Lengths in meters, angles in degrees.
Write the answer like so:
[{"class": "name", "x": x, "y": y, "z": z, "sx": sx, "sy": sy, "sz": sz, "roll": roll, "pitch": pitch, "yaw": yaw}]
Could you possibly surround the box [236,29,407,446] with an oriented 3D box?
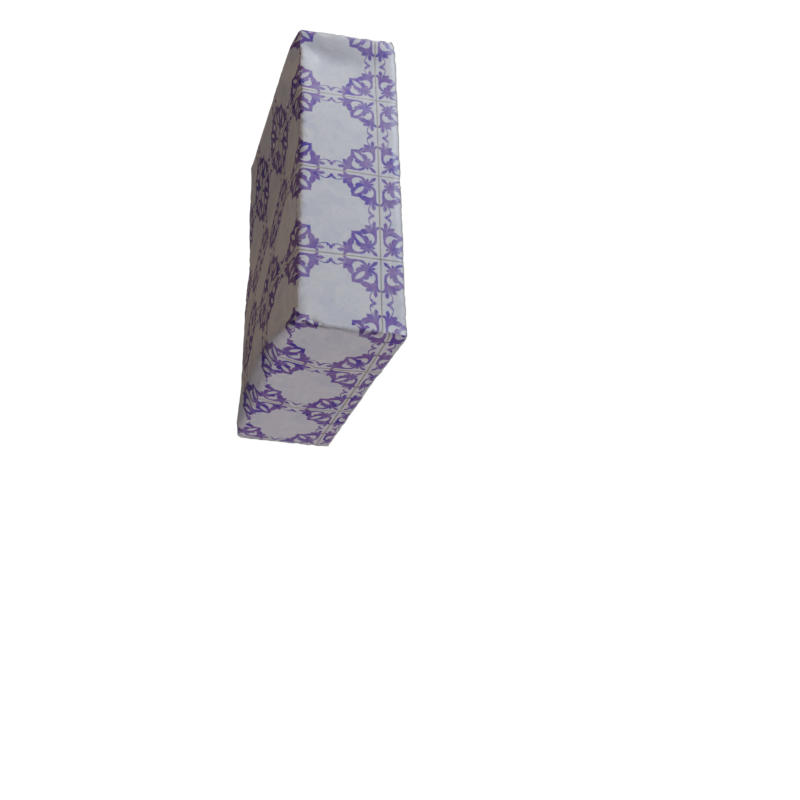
[{"class": "box", "x": -0.055, "y": -0.101, "z": 0.708, "sx": 0.070, "sy": 0.227, "sz": 0.158, "roll": 7, "pitch": -30, "yaw": -16}]
